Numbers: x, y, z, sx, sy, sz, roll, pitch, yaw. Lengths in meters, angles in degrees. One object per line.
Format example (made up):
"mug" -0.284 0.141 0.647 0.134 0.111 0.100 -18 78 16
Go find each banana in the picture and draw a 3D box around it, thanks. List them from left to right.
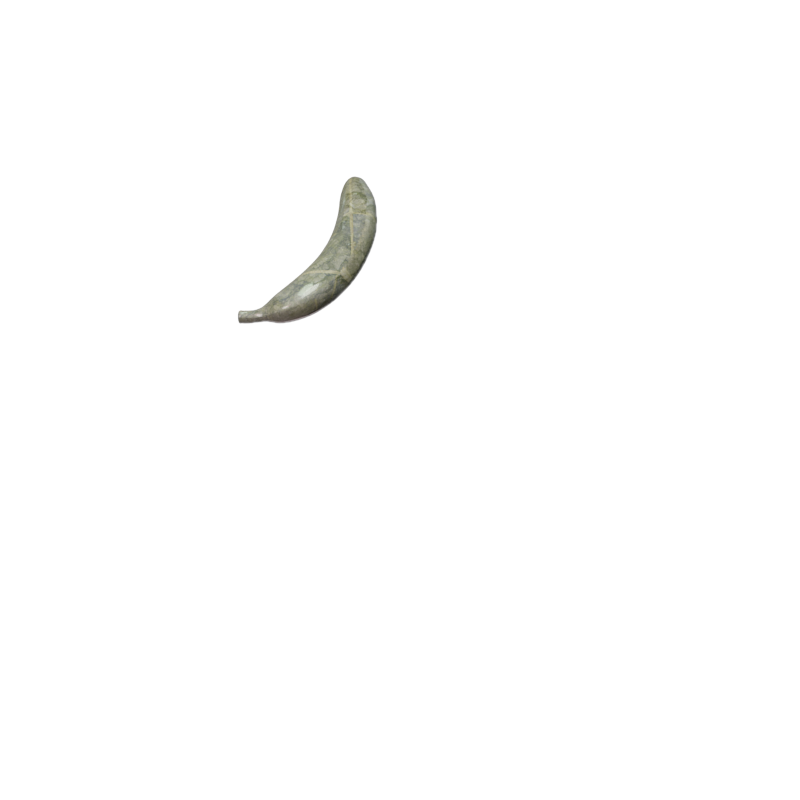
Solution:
"banana" -0.063 -0.130 0.977 0.072 0.204 0.034 23 -36 17
